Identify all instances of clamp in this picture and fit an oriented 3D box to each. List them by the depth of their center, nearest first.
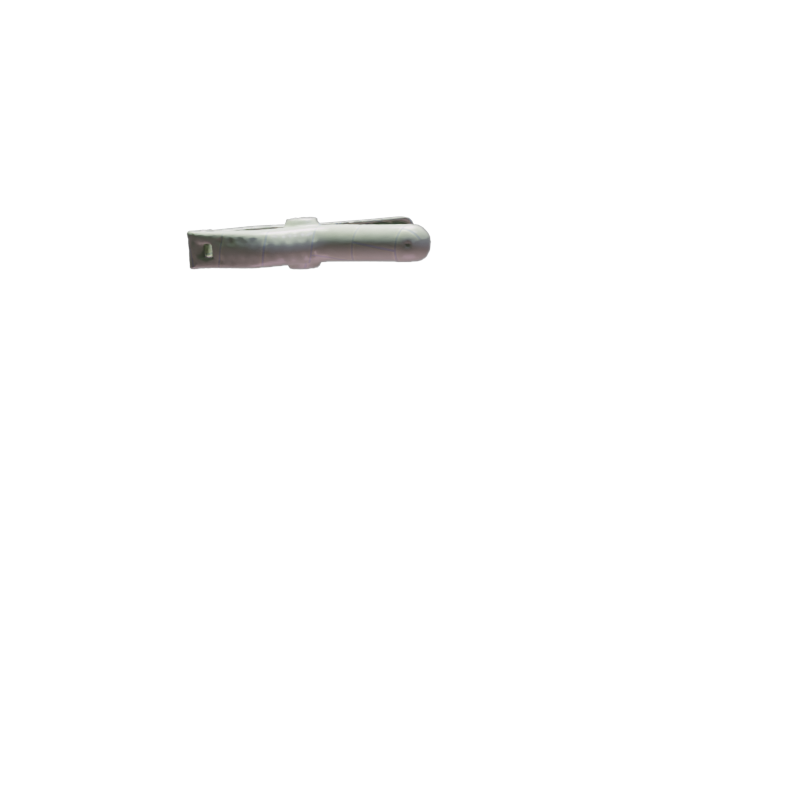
[{"bbox_3d":[-0.062,-0.113,0.790,0.173,0.039,0.120,1,6,7],"label":"clamp"}]
